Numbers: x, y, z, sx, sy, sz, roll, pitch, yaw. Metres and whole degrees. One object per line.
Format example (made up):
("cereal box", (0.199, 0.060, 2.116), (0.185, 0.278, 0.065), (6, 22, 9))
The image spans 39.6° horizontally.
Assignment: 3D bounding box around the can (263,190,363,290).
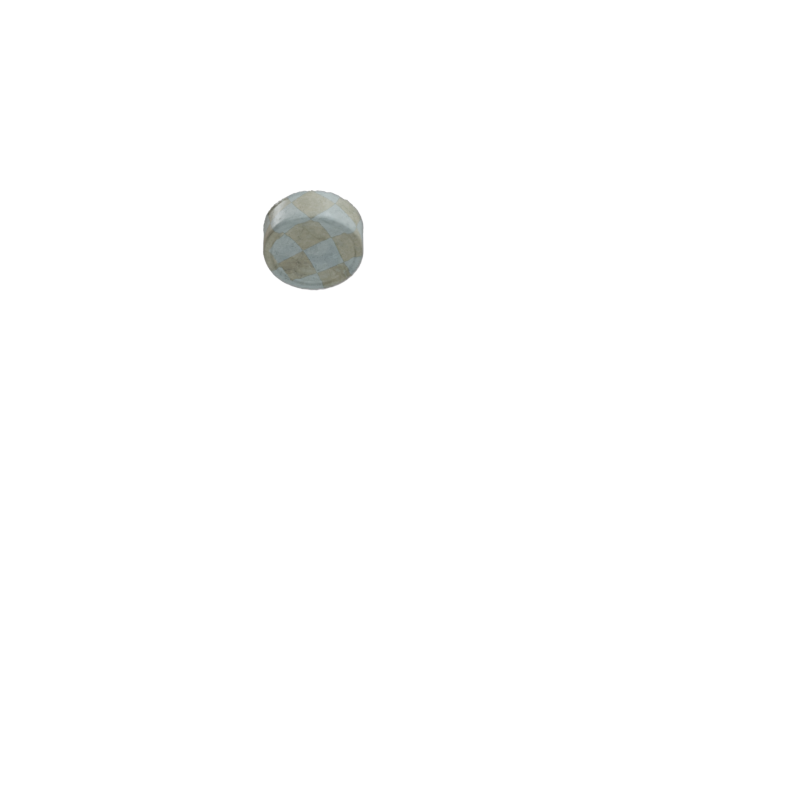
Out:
("can", (-0.073, -0.134, 0.936), (0.086, 0.080, 0.036), (1, 45, -1))
